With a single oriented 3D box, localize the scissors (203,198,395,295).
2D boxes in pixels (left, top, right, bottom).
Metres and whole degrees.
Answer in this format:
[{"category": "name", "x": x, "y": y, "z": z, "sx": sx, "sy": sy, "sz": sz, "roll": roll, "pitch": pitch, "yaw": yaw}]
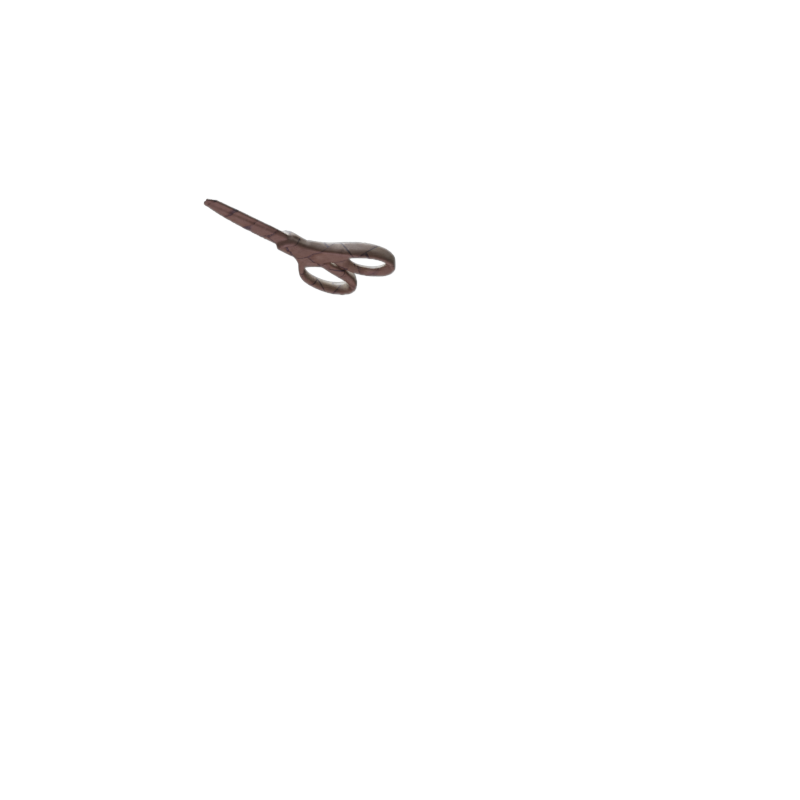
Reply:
[{"category": "scissors", "x": -0.072, "y": -0.132, "z": 0.926, "sx": 0.098, "sy": 0.017, "sz": 0.188, "roll": -8, "pitch": -21, "yaw": 22}]
